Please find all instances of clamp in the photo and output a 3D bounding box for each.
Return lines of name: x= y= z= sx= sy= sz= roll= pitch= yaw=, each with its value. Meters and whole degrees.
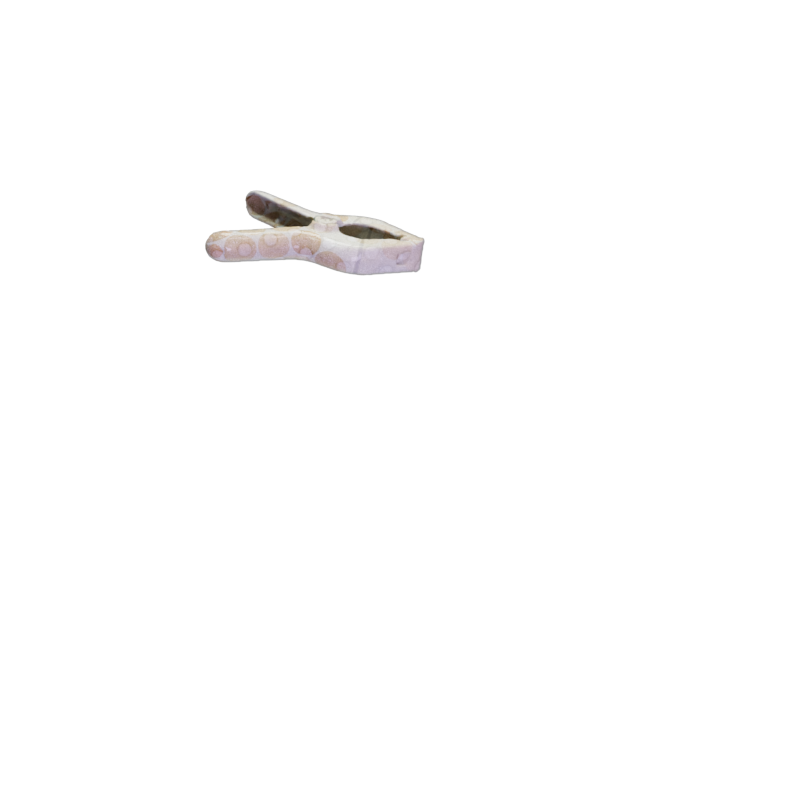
clamp: x=-0.070 y=-0.128 z=0.900 sx=0.177 sy=0.037 sz=0.124 roll=13 pitch=36 yaw=18
